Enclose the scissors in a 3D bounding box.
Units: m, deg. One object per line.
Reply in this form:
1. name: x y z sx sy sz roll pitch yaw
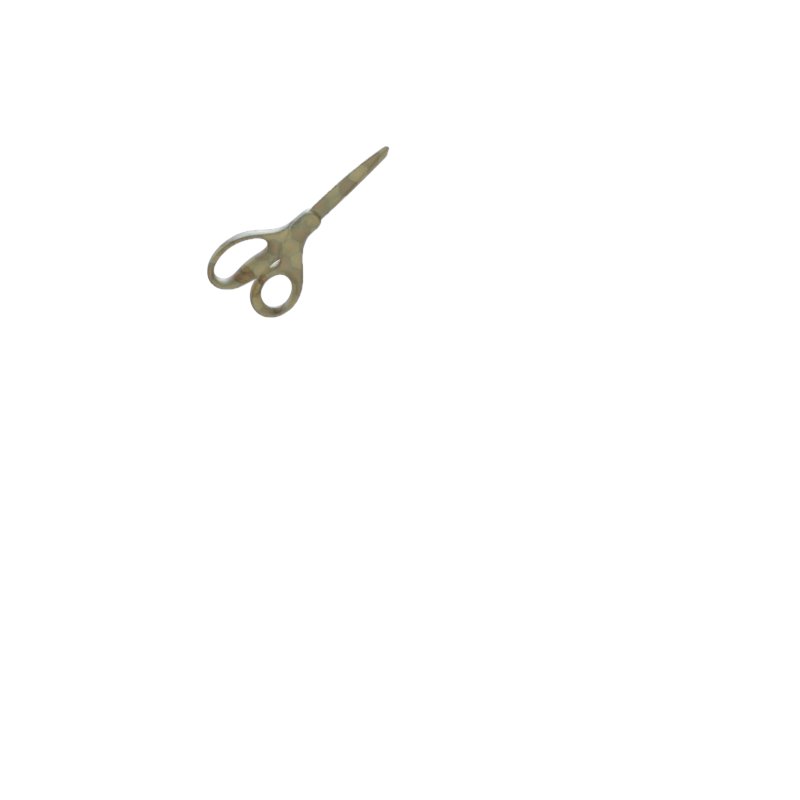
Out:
1. scissors: -0.078 -0.142 0.996 0.202 0.091 0.017 -26 23 12
